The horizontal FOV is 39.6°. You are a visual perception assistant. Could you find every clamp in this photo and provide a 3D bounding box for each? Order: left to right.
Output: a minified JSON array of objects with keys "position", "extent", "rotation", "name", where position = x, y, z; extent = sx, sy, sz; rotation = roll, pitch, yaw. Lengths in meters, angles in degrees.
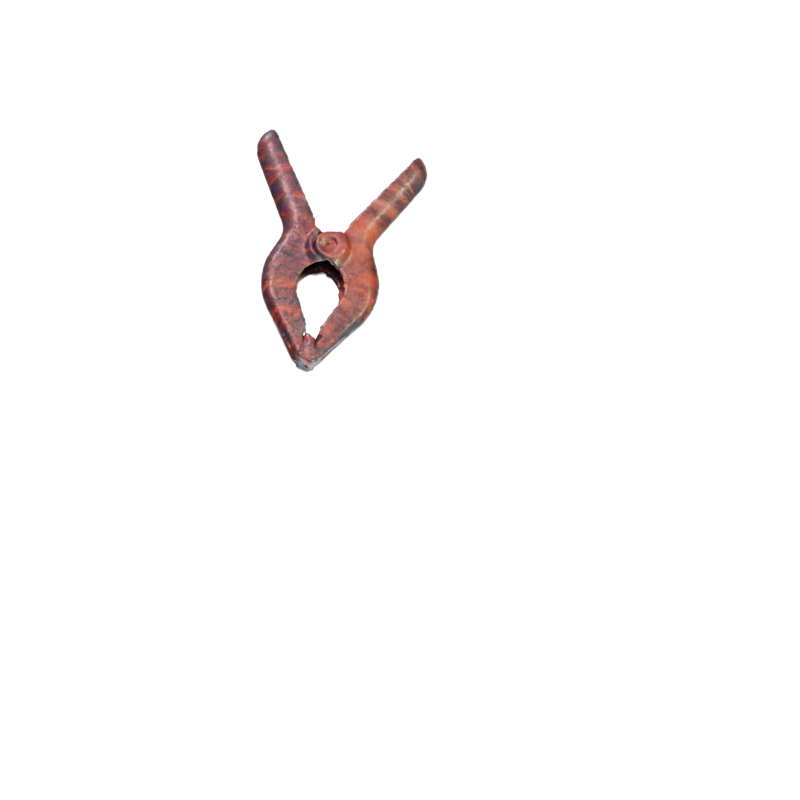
[{"position":[-0.059,-0.108,0.757],"extent":[0.122,0.179,0.037],"rotation":[15,-24,7],"name":"clamp"}]
